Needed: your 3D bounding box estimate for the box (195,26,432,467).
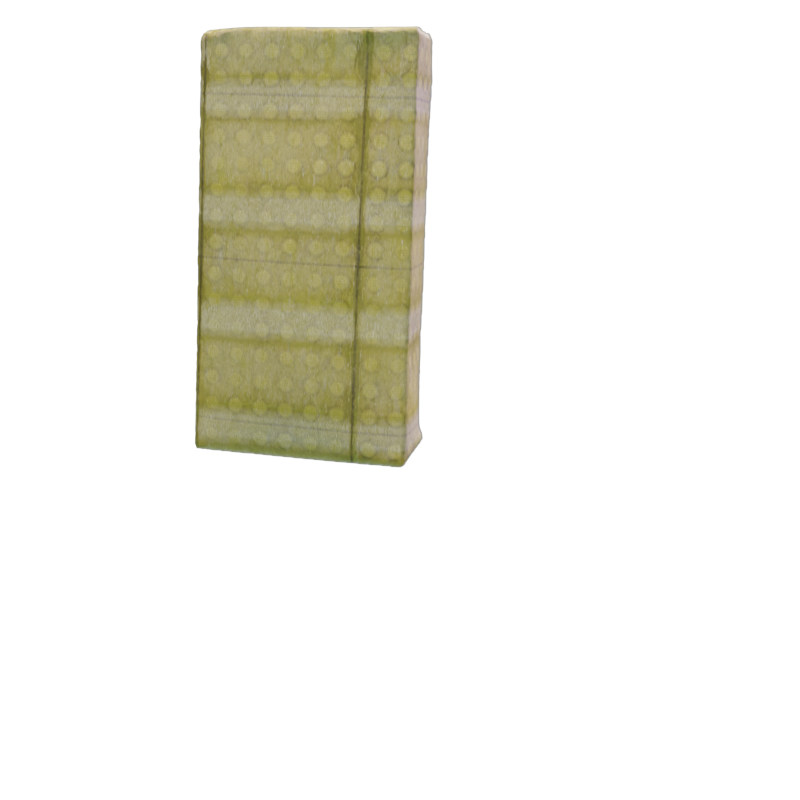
[{"bbox_3d":[-0.037,-0.066,0.464,0.095,0.173,0.048,3,8,13],"label":"box"}]
